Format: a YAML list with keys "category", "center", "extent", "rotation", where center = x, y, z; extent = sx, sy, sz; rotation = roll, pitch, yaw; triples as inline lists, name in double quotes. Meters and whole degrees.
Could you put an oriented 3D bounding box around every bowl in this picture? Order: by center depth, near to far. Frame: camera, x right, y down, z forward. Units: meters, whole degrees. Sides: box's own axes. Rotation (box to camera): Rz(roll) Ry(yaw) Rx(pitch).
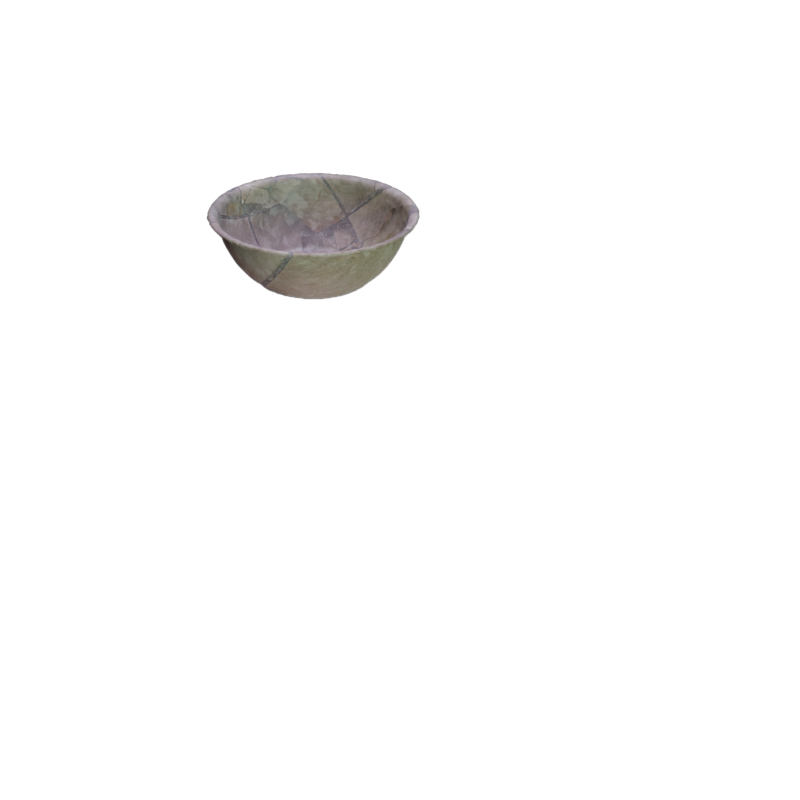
- category: "bowl"
  center: [-0.067, -0.122, 0.856]
  extent: [0.162, 0.052, 0.172]
  rotation: [-1, 30, -2]
